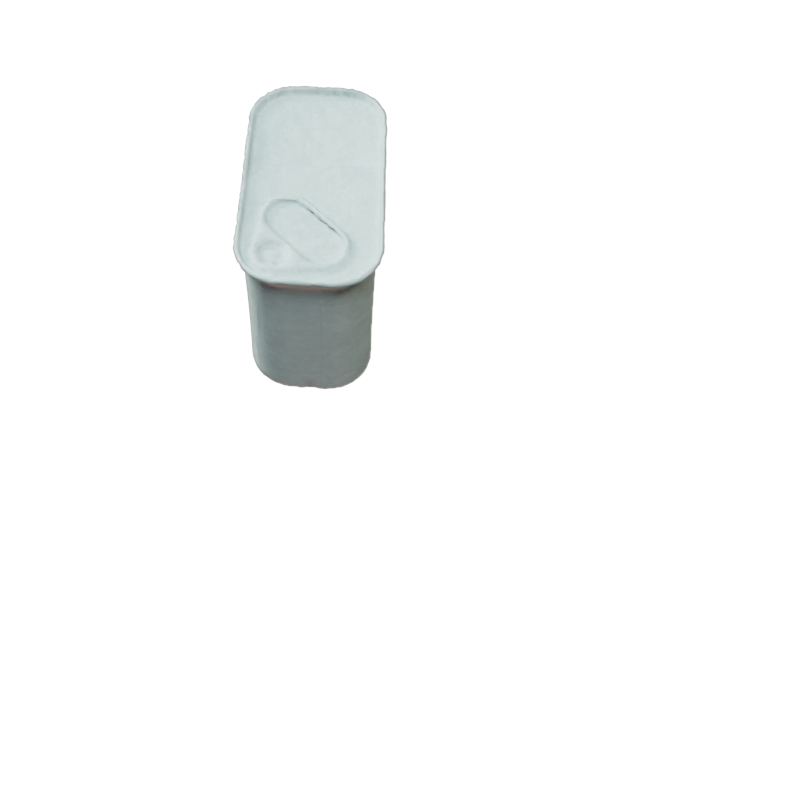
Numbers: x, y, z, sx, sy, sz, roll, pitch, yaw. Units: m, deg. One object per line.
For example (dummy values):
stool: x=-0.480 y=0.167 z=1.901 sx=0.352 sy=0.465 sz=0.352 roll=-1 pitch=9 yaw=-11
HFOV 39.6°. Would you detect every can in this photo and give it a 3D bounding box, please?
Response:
can: x=-0.037 y=-0.067 z=0.470 sx=0.057 sy=0.109 sz=0.078 roll=2 pitch=-34 yaw=-2
